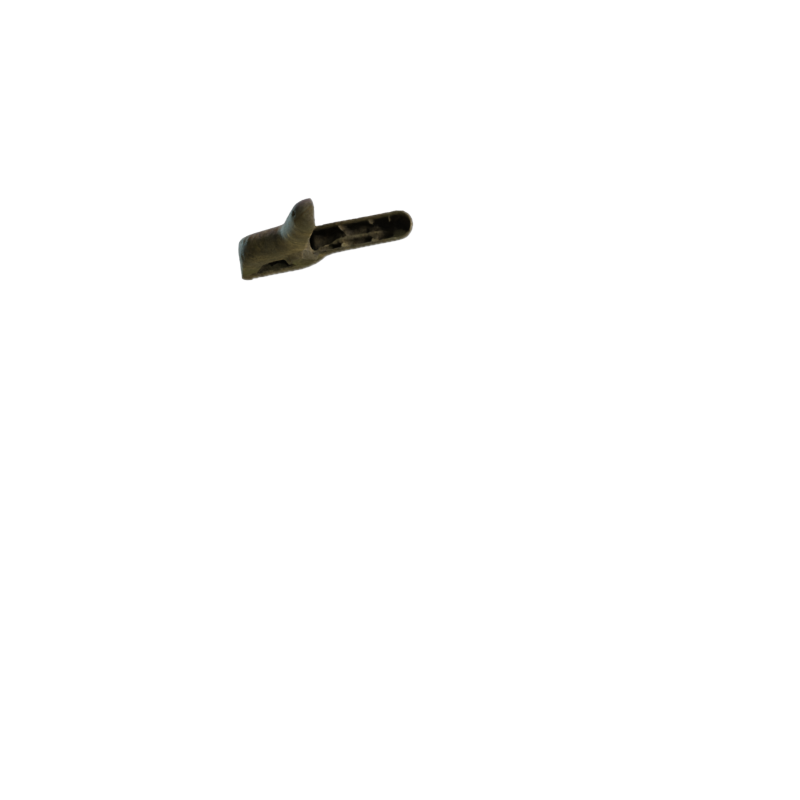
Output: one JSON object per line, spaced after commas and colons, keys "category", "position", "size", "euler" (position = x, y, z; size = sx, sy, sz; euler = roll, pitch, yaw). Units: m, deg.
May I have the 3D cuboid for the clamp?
{"category": "clamp", "position": [-0.074, -0.136, 0.951], "size": [0.115, 0.040, 0.174], "euler": [5, -10, -33]}
